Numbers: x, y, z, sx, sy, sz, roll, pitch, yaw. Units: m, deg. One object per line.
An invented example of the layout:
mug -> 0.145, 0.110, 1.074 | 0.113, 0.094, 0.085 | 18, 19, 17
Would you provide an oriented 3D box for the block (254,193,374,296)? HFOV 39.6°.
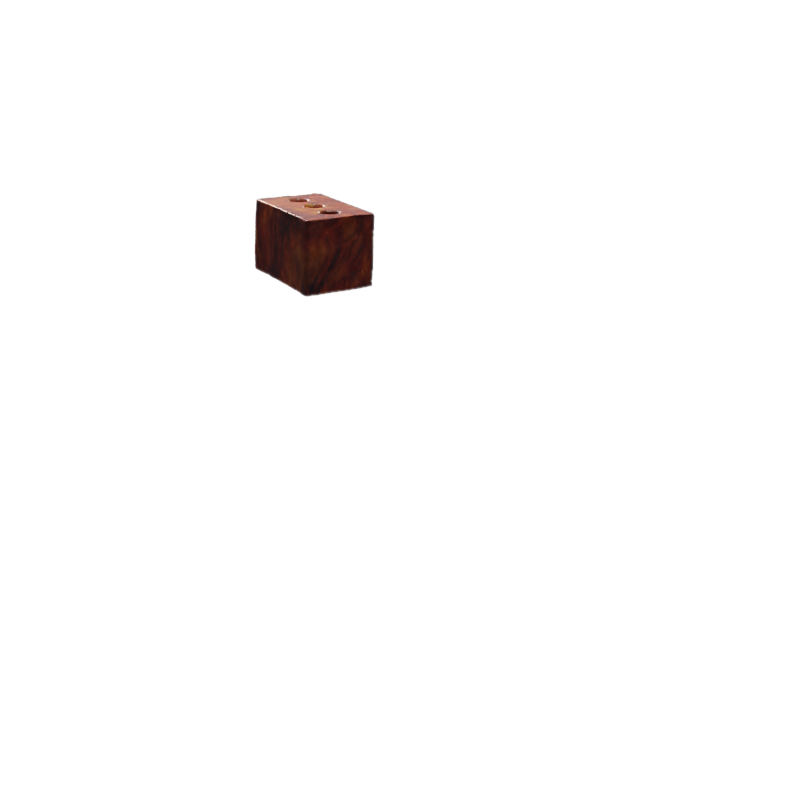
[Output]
block -> -0.059, -0.107, 0.749 | 0.051, 0.049, 0.083 | -10, 22, -29
